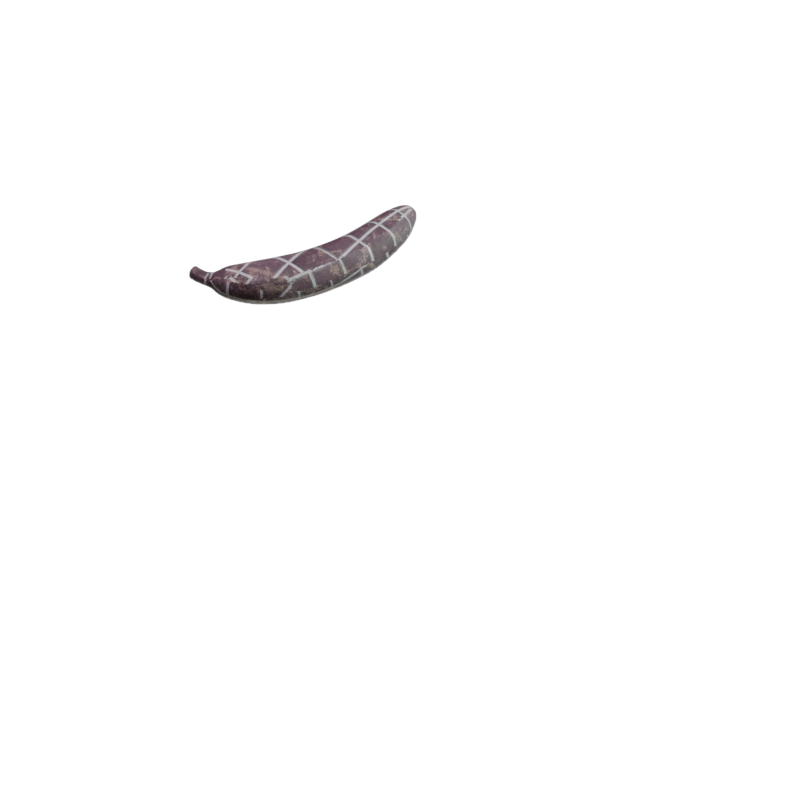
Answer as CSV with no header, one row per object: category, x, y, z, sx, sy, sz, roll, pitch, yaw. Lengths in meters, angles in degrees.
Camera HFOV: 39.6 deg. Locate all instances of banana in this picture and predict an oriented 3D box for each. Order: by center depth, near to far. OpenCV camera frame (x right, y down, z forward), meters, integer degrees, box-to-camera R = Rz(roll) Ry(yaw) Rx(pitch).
banana,-0.067,-0.114,0.890,0.196,0.034,0.075,-17,49,-16
